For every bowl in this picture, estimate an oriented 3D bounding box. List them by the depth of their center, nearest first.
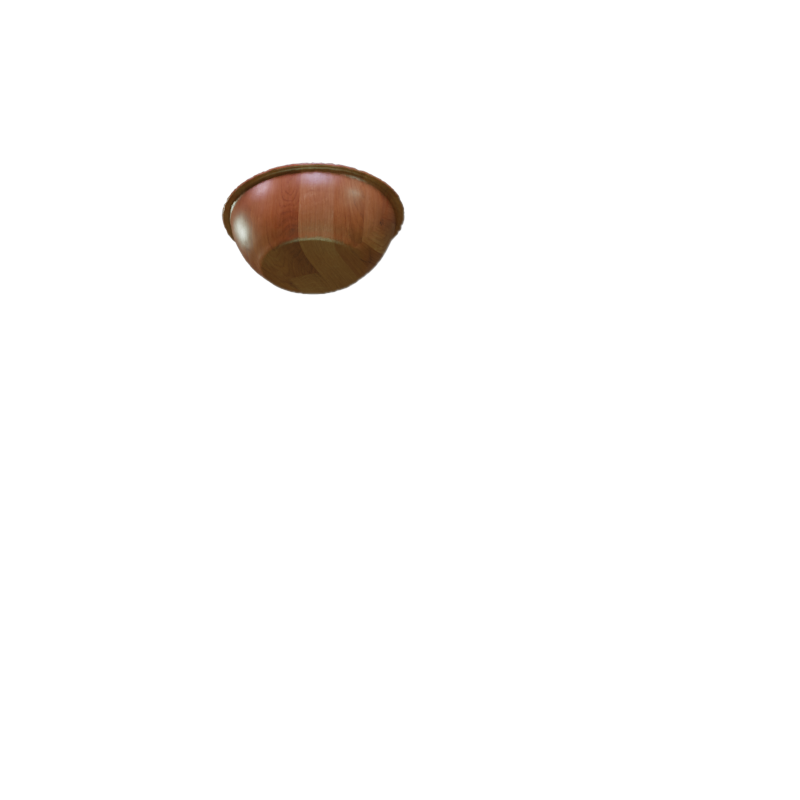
[{"bbox_3d":[-0.076,-0.138,0.969,0.162,0.059,0.152,1,-28,-2],"label":"bowl"}]
